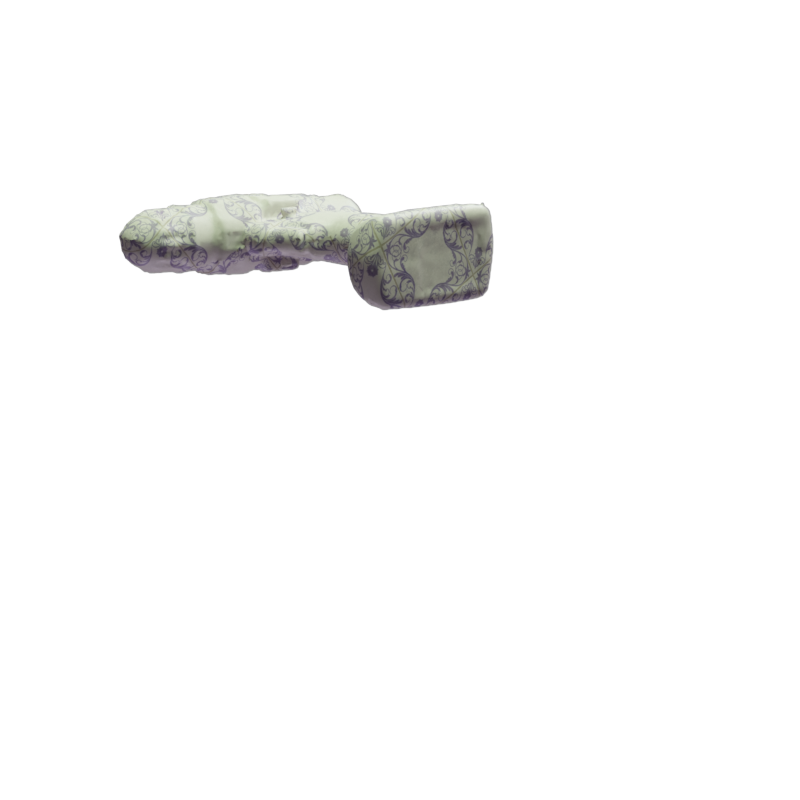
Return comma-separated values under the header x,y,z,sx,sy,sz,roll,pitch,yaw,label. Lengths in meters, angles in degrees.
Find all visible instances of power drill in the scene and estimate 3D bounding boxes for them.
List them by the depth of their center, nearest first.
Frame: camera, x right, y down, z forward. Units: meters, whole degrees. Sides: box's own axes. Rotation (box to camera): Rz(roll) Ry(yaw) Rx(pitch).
x,y,z,sx,sy,sz,roll,pitch,yaw,label
-0.053,-0.097,0.679,0.180,0.056,0.198,-14,21,-40,power drill
